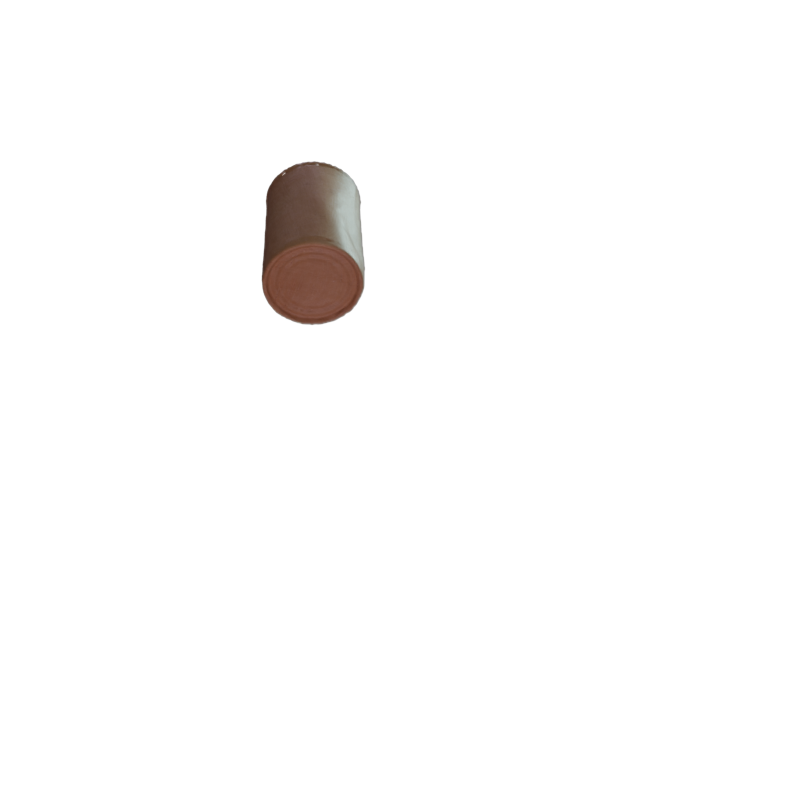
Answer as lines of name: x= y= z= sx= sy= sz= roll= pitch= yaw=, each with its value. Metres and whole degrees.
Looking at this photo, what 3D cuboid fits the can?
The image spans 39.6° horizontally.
can: x=-0.059 y=-0.107 z=0.751 sx=0.068 sy=0.064 sz=0.109 roll=-1 pitch=38 yaw=-3
